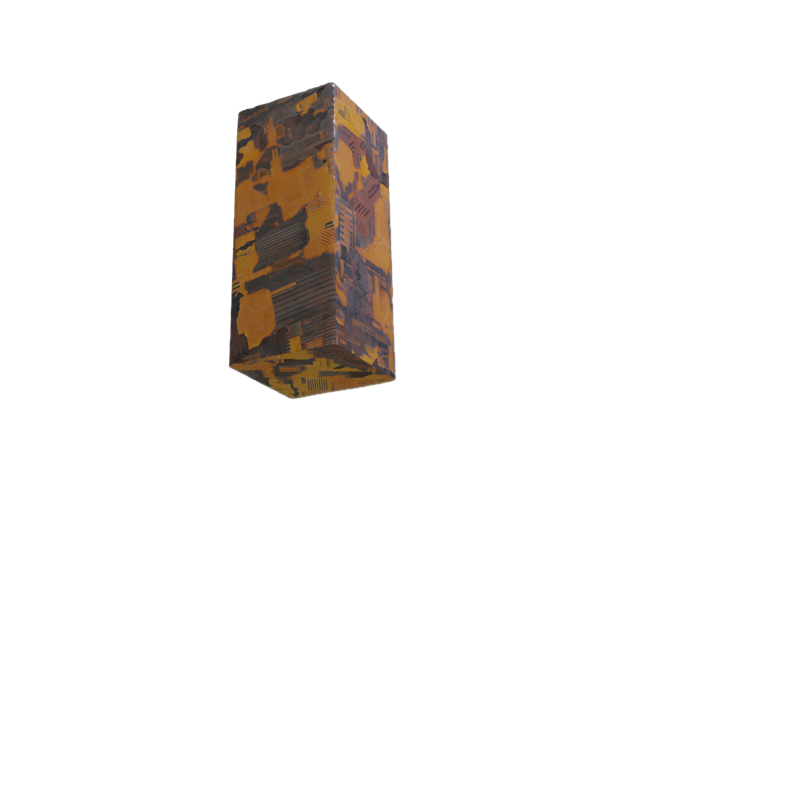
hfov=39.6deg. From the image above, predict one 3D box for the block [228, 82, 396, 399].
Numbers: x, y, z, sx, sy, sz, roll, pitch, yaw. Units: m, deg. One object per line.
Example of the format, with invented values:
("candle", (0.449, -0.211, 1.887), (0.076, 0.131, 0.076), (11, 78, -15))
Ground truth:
("block", (-0.065, -0.117, 0.823), (0.092, 0.218, 0.084), (-13, -26, 25))
